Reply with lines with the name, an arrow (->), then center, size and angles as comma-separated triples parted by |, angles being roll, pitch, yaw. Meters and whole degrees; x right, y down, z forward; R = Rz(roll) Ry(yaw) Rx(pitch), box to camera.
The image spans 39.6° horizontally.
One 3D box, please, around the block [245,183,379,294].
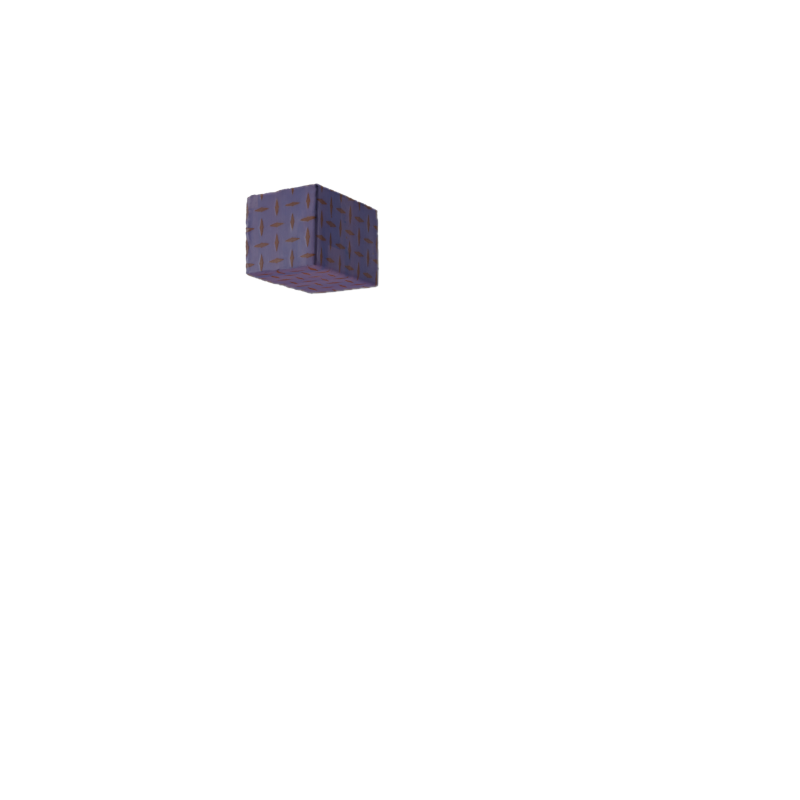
block -> -0.054, -0.099, 0.693 | 0.054, 0.053, 0.074 | -5, -9, 29
